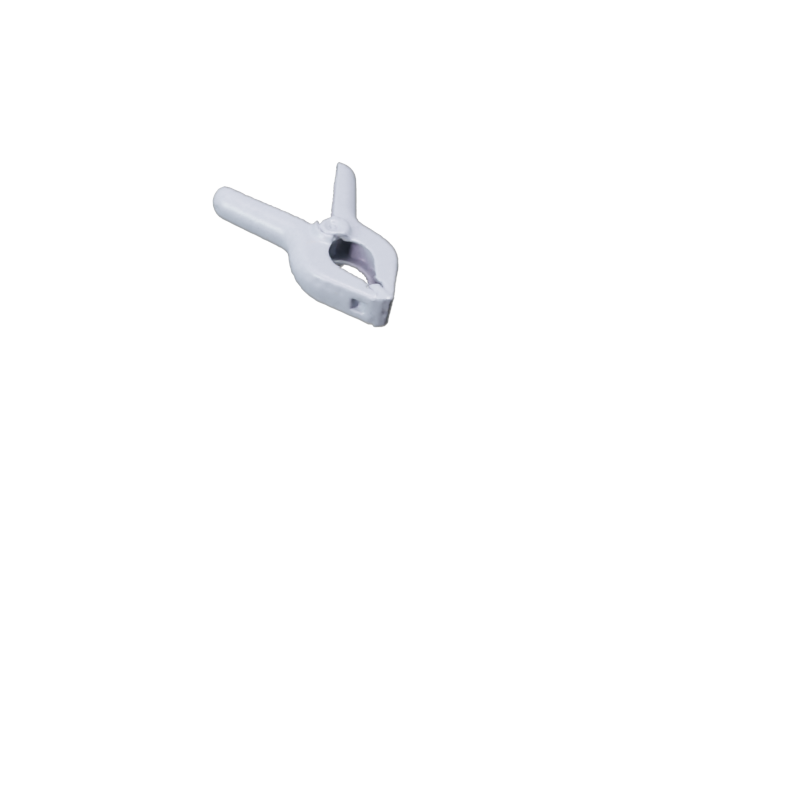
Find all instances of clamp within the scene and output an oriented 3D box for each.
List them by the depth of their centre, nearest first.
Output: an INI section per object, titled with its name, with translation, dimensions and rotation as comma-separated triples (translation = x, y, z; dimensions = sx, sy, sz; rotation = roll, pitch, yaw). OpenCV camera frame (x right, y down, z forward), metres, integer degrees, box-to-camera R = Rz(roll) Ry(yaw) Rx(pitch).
[clamp]
translation = -0.064, -0.117, 0.819
dimensions = 0.119, 0.037, 0.186
rotation = -15, 45, -16
